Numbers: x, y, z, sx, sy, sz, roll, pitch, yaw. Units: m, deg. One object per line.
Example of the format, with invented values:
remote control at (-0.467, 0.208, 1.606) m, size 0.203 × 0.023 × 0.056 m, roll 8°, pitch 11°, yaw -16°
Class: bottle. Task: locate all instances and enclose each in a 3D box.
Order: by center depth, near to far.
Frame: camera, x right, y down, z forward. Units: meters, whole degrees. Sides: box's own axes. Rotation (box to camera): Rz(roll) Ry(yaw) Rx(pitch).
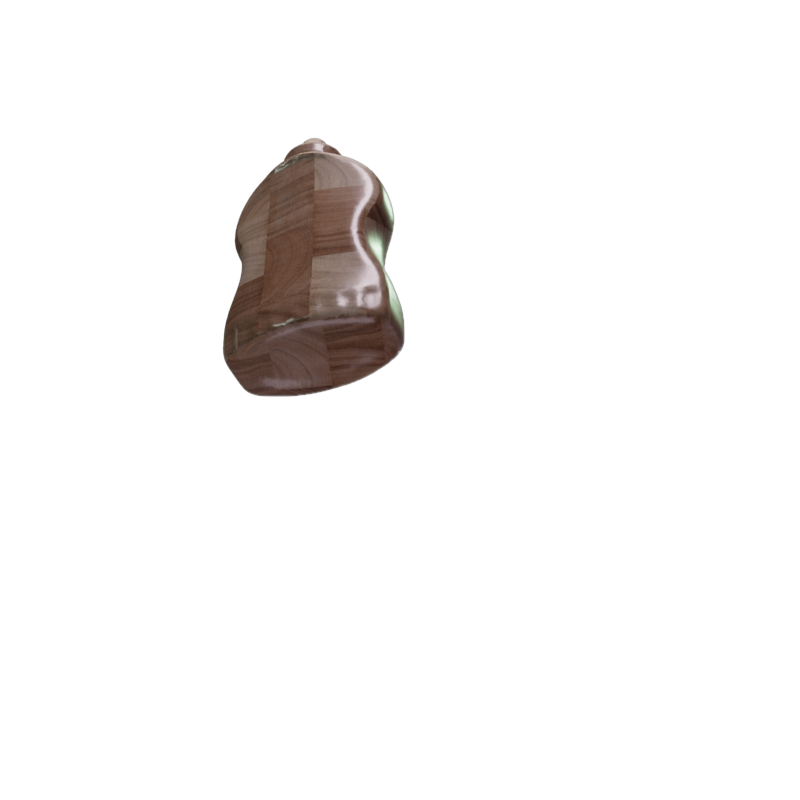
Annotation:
bottle at (-0.051, -0.093, 0.654) m, size 0.097 × 0.206 × 0.054 m, roll -18°, pitch -47°, yaw 14°
